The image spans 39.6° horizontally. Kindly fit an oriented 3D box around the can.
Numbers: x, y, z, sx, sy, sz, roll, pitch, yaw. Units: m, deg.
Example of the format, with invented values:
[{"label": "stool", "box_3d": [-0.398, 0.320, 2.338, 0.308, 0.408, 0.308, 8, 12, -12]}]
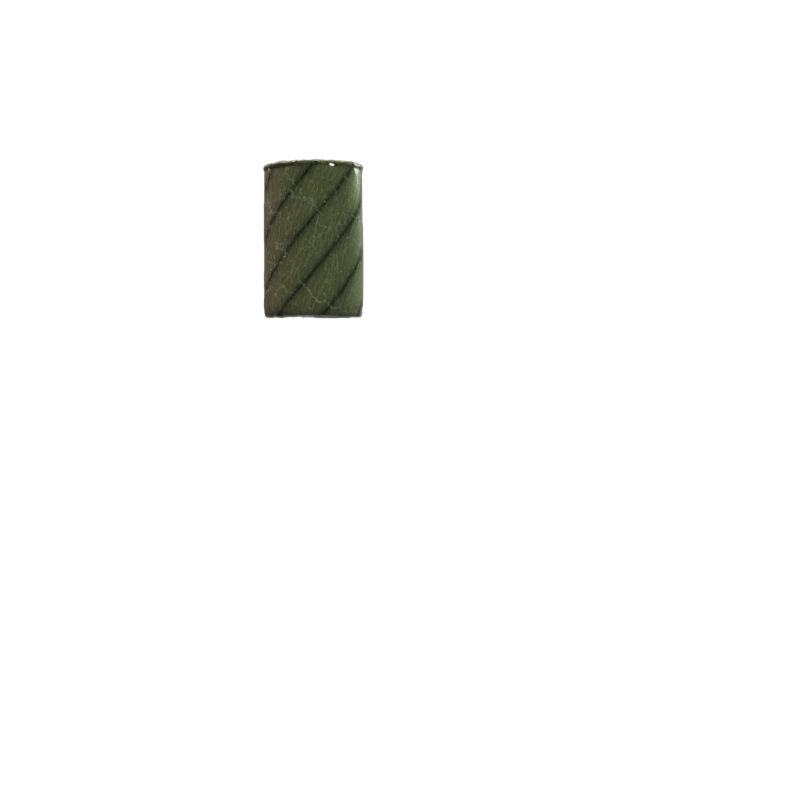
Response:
[{"label": "can", "box_3d": [-0.058, -0.107, 0.746, 0.068, 0.103, 0.068, 0, -2, -2]}]
